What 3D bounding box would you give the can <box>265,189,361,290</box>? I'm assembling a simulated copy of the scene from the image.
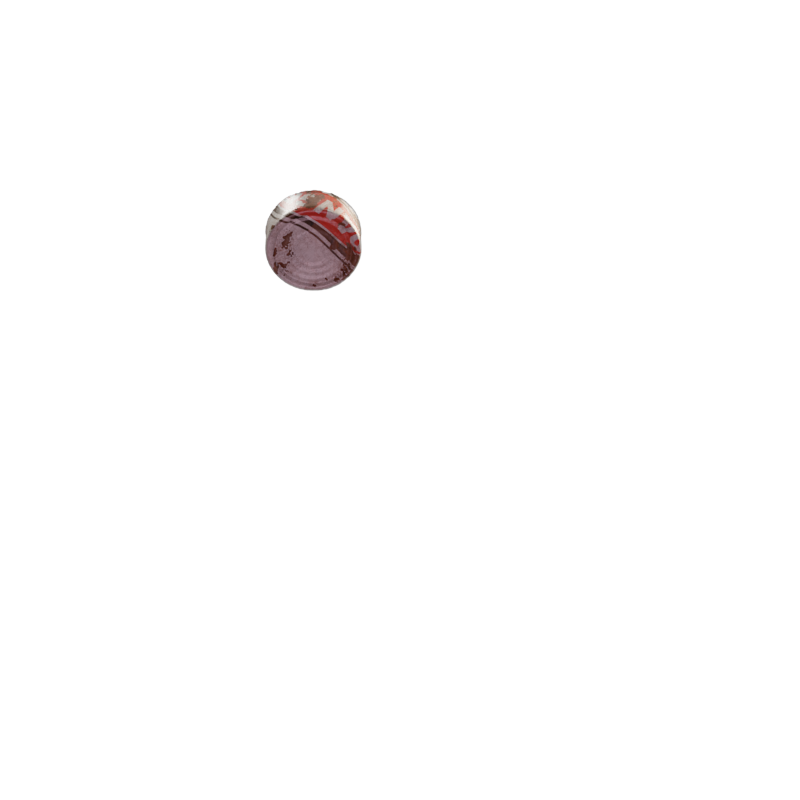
[{"bbox_3d":[-0.077,-0.140,0.978,0.086,0.081,0.036,1,32,-1],"label":"can"}]
